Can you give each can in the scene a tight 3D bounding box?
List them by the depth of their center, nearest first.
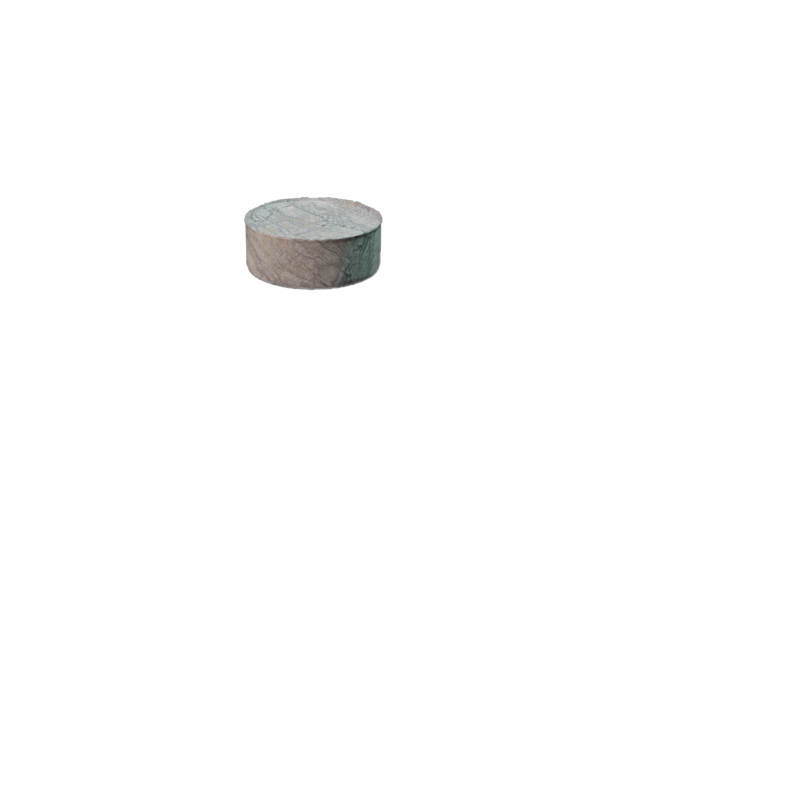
[{"bbox_3d":[-0.054,-0.099,0.692,0.086,0.032,0.090,-1,25,-2],"label":"can"}]
